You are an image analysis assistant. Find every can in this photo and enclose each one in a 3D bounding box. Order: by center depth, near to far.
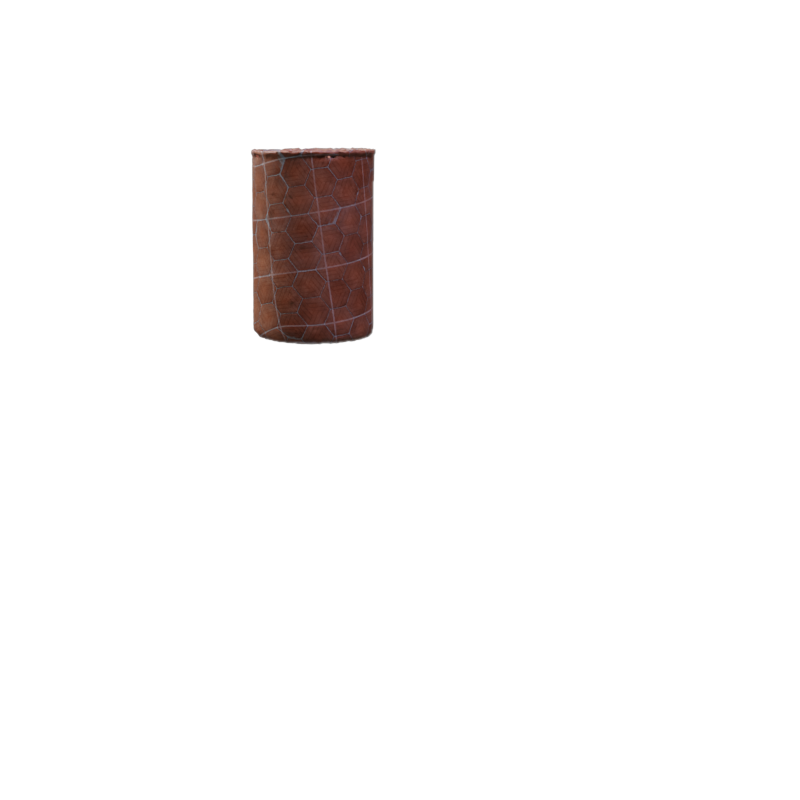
[{"bbox_3d":[-0.048,-0.087,0.609,0.068,0.101,0.070,0,8,-2],"label":"can"}]
